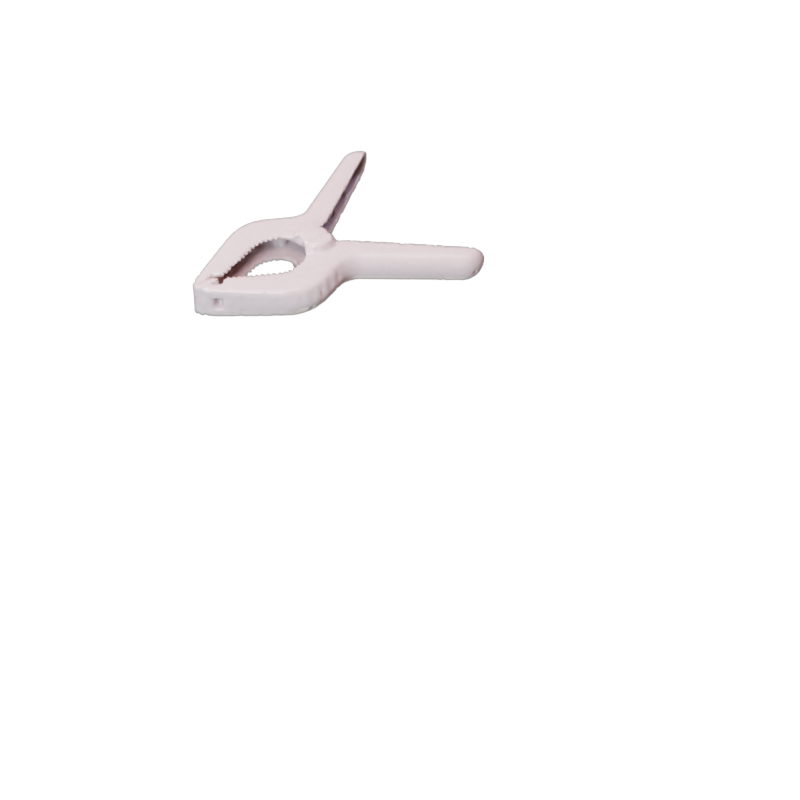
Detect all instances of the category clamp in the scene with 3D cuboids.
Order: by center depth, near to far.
[{"bbox_3d":[-0.066,-0.120,0.842,0.208,0.034,0.178,-20,47,-20],"label":"clamp"}]
